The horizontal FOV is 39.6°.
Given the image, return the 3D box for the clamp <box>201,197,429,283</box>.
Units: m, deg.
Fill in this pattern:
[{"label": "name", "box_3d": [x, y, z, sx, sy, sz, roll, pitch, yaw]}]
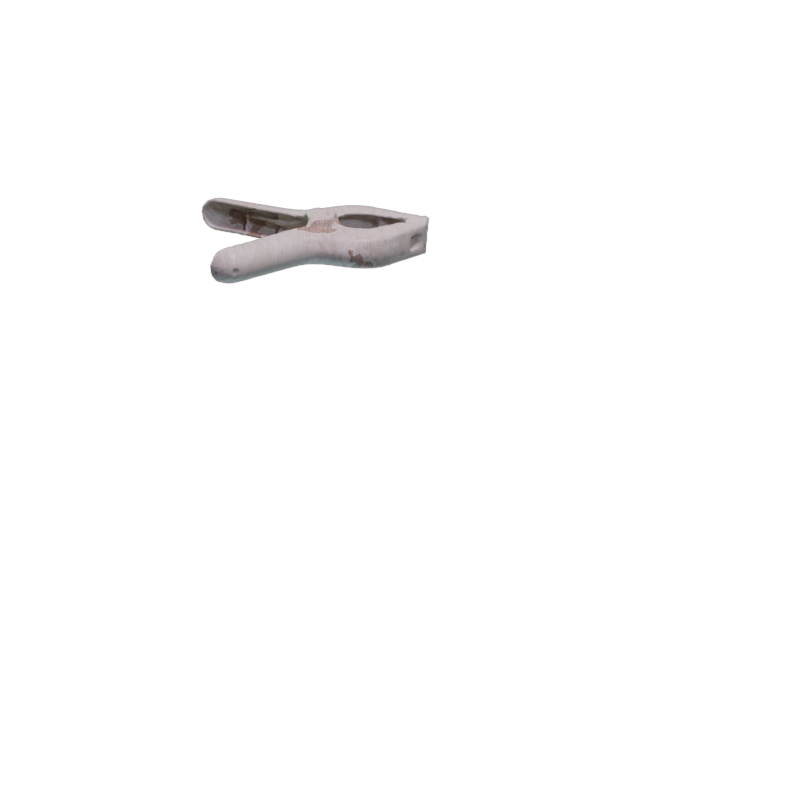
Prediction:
[{"label": "clamp", "box_3d": [-0.063, -0.115, 0.804, 0.171, 0.037, 0.128, 0, 34, -1]}]
